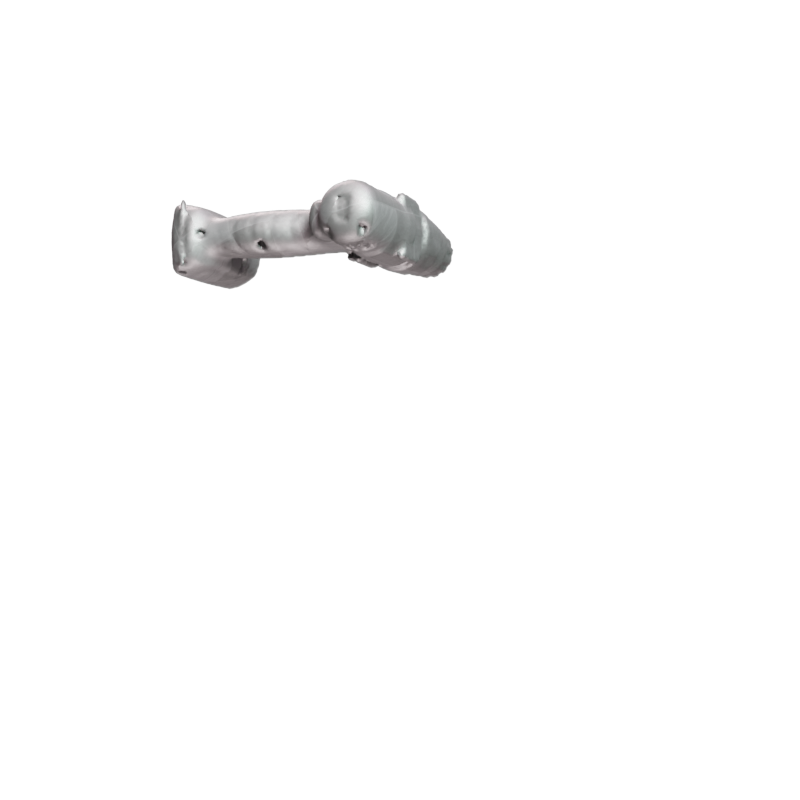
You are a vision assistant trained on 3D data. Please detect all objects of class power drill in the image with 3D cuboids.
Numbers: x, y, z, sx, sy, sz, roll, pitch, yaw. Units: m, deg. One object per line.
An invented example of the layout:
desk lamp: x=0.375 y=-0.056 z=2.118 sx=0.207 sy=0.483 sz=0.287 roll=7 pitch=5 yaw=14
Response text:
power drill: x=-0.067 y=-0.123 z=0.860 sx=0.192 sy=0.059 sz=0.175 roll=-3 pitch=-8 yaw=24
